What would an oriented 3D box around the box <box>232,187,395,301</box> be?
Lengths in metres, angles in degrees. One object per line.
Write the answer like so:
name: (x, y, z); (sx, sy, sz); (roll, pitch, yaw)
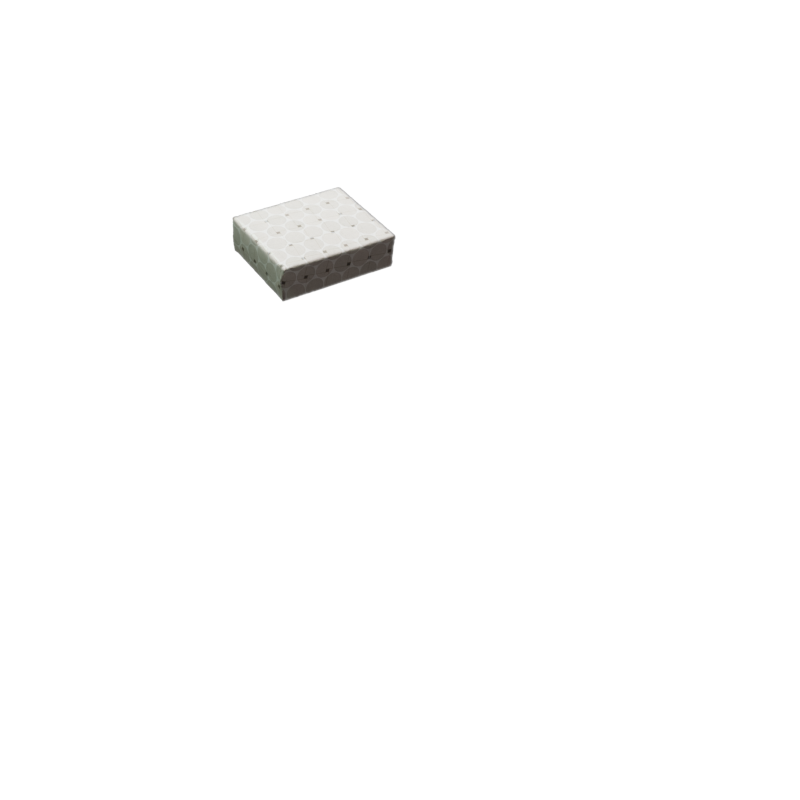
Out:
box: (-0.075, -0.136, 0.953); (0.112, 0.036, 0.097); (-22, 44, -25)
